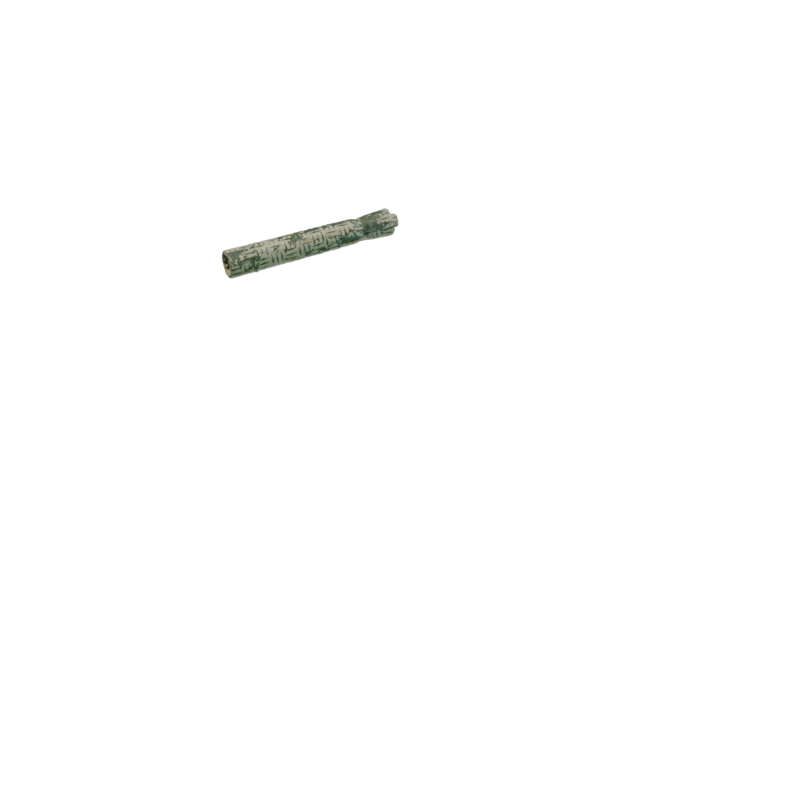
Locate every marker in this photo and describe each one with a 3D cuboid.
[{"bbox_3d":[-0.057,-0.104,0.725,0.120,0.019,0.020,-18,10,-18],"label":"marker"}]
